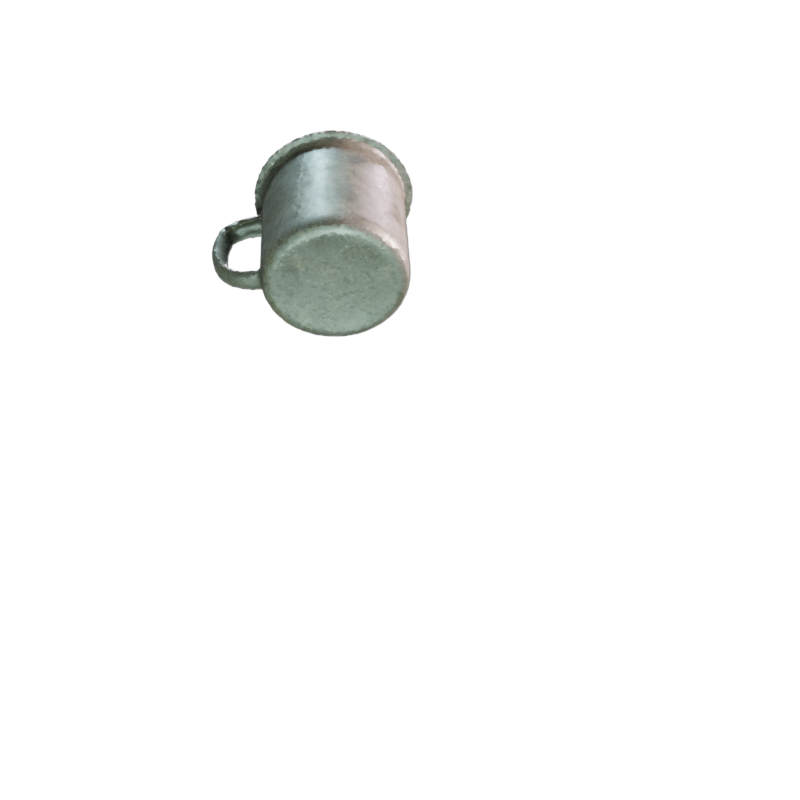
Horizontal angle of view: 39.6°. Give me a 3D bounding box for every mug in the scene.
[{"bbox_3d":[-0.049,-0.089,0.622,0.118,0.086,0.087,-7,42,5],"label":"mug"}]
